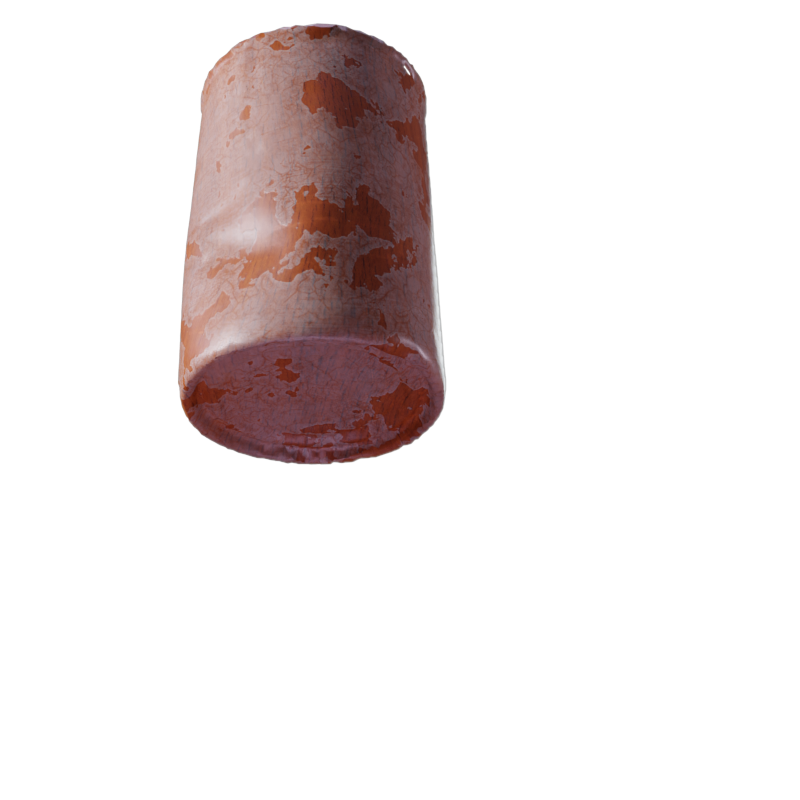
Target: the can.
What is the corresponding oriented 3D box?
[{"bbox_3d":[-0.024,-0.043,0.303,0.068,0.109,0.064,-1,-34,-2],"label":"can"}]
